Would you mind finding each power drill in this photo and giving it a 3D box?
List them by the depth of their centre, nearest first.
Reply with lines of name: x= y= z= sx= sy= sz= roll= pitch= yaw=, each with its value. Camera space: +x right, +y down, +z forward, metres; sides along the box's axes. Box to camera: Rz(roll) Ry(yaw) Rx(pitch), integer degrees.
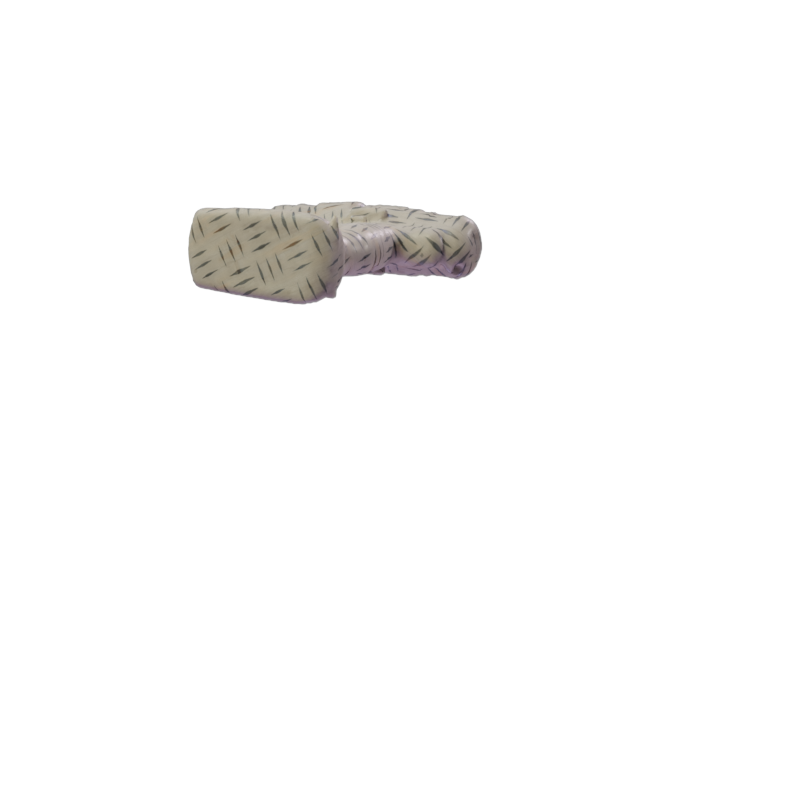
power drill: x=-0.060 y=-0.110 z=0.769 sx=0.192 sy=0.056 sz=0.184 roll=8 pitch=15 yaw=30
